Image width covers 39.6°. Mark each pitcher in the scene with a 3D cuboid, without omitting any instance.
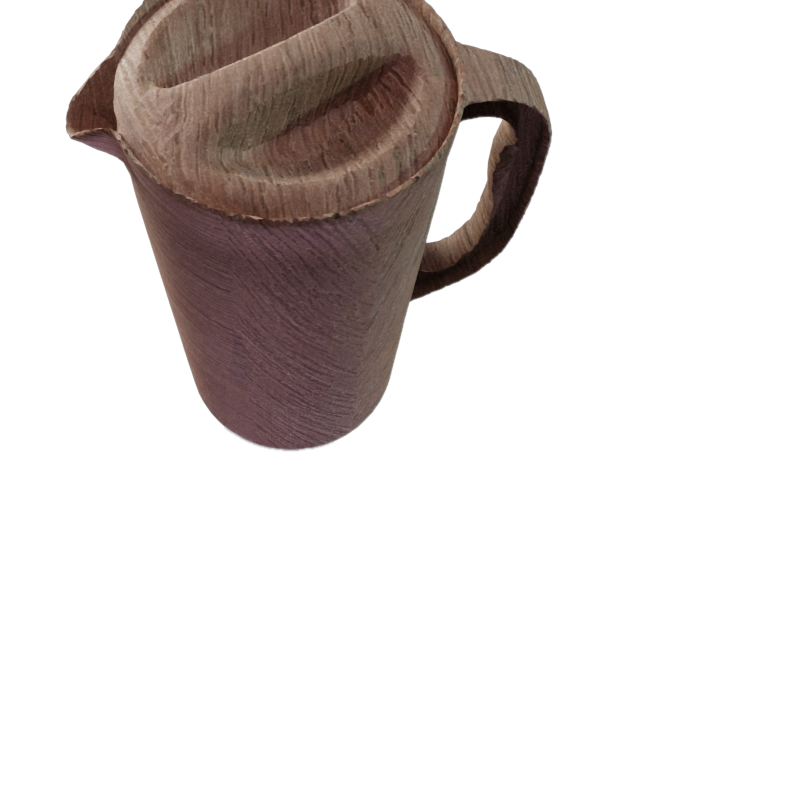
[{"bbox_3d":[-0.039,-0.072,0.503,0.155,0.148,0.229,35,-24,15],"label":"pitcher"}]
